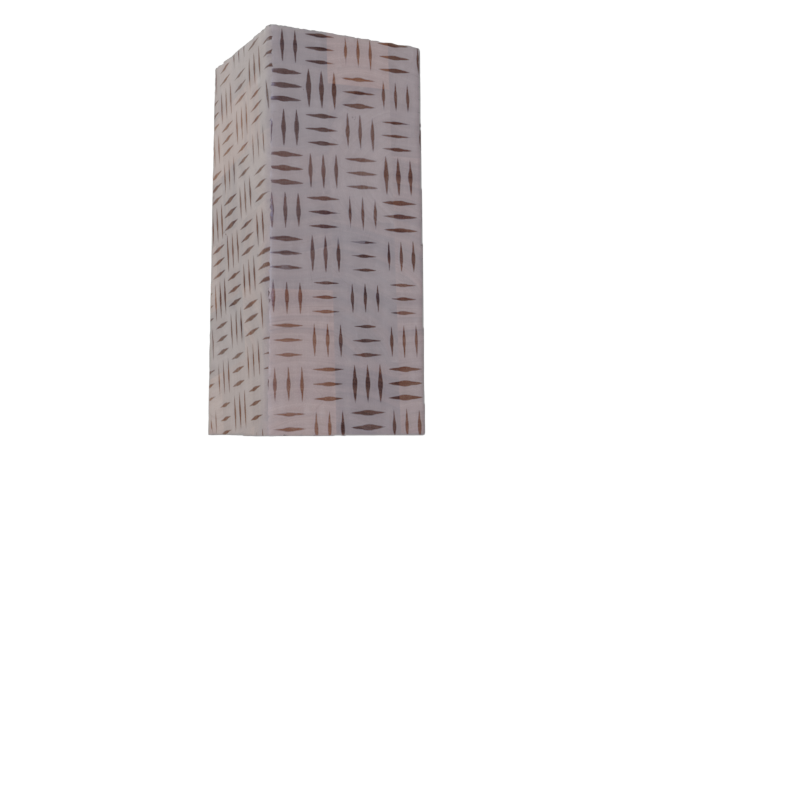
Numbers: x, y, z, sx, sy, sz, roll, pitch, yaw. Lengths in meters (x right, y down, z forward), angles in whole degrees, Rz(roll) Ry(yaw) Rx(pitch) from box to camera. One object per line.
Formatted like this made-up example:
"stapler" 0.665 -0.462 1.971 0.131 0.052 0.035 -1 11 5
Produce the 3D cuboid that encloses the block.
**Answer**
"block" -0.047 -0.086 0.600 0.088 0.211 0.091 3 -9 -27
